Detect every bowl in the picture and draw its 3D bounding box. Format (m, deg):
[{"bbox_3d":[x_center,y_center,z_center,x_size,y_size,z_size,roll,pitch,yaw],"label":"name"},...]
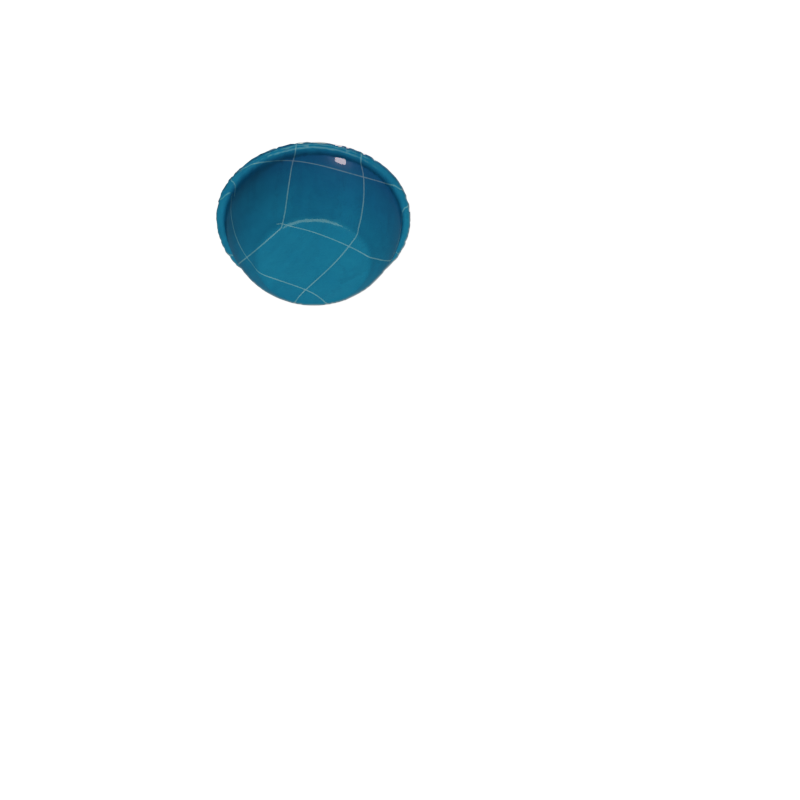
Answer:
[{"bbox_3d":[-0.070,-0.128,0.899,0.162,0.151,0.059,1,44,-1],"label":"bowl"}]
